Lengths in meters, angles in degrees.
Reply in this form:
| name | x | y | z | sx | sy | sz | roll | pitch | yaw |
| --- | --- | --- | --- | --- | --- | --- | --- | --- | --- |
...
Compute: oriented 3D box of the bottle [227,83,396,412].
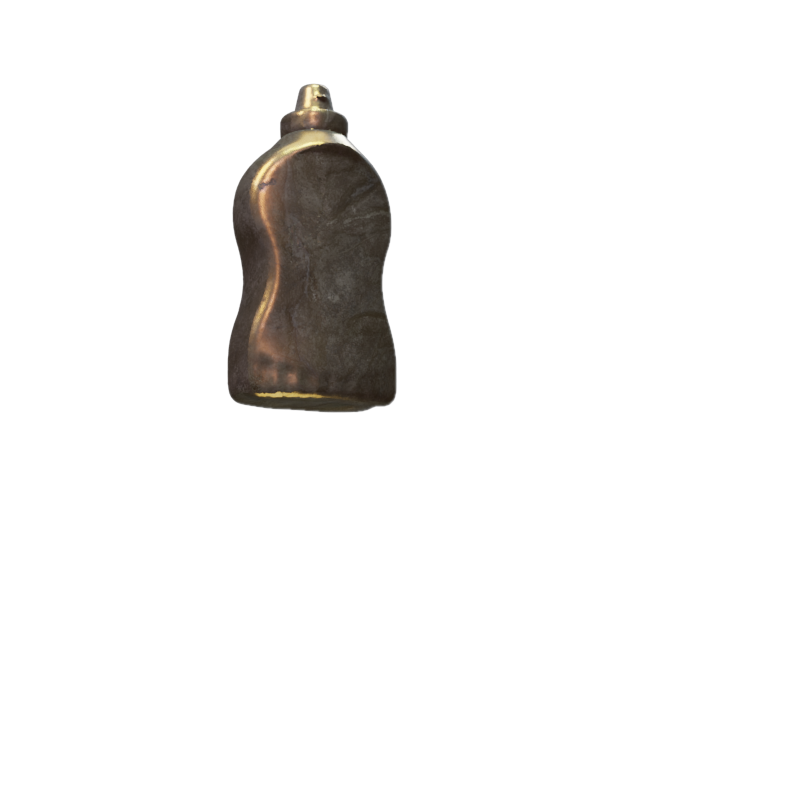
| name | x | y | z | sx | sy | sz | roll | pitch | yaw |
| --- | --- | --- | --- | --- | --- | --- | --- | --- | --- |
| bottle | -0.050 | -0.092 | 0.646 | 0.092 | 0.199 | 0.058 | 6 | -16 | -27 |
